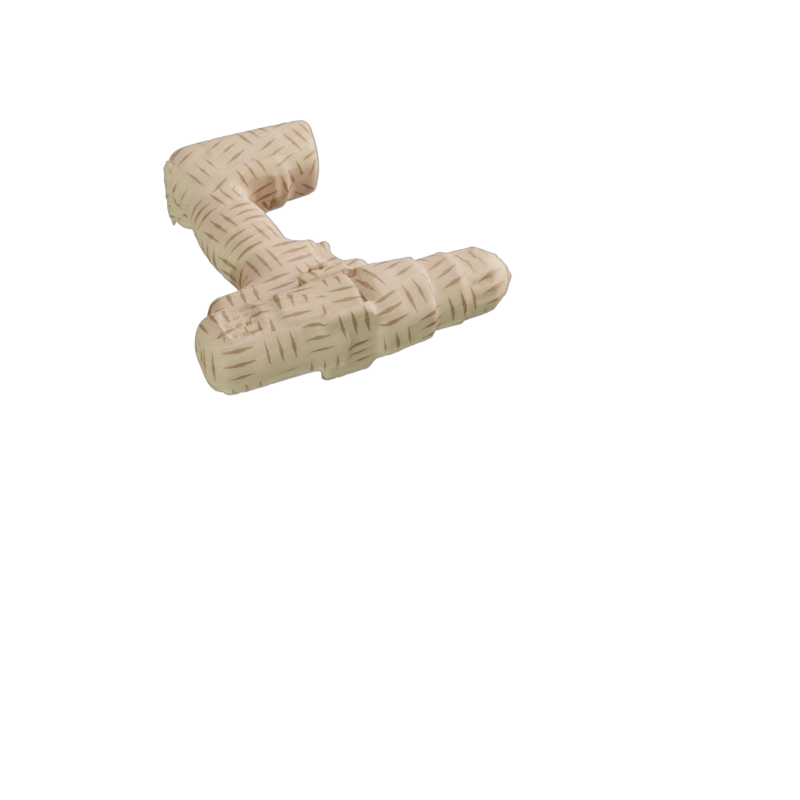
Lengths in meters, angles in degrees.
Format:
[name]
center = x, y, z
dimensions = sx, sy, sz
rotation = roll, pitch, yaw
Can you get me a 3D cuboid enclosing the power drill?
[power drill]
center = -0.052, -0.095, 0.663
dimensions = 0.182, 0.053, 0.203
rotation = -16, 45, -17
